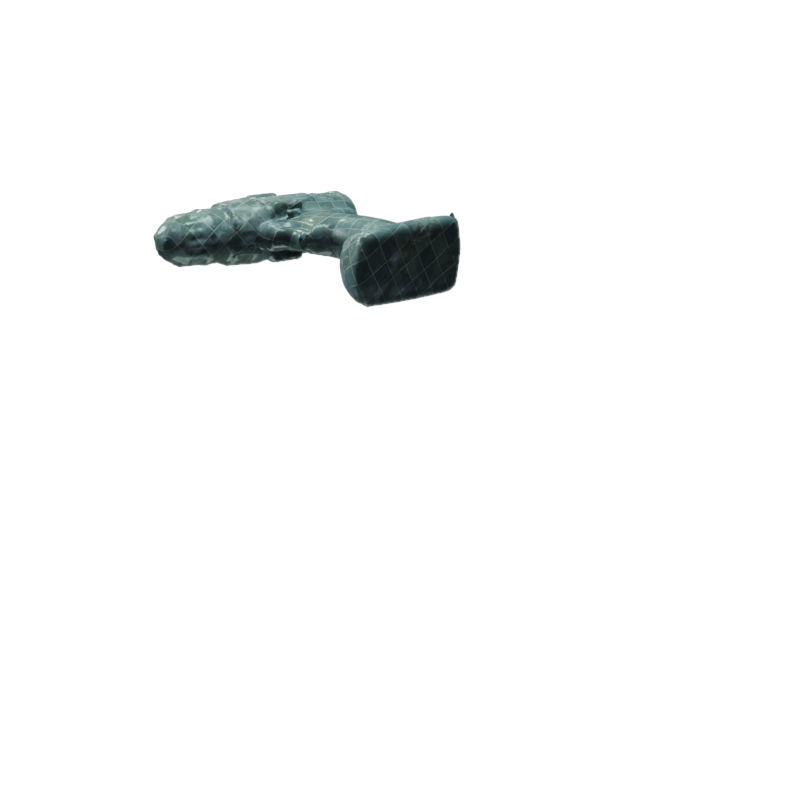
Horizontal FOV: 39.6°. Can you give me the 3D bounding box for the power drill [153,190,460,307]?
[{"bbox_3d":[-0.065,-0.118,0.824,0.181,0.055,0.199,-17,27,-38],"label":"power drill"}]
